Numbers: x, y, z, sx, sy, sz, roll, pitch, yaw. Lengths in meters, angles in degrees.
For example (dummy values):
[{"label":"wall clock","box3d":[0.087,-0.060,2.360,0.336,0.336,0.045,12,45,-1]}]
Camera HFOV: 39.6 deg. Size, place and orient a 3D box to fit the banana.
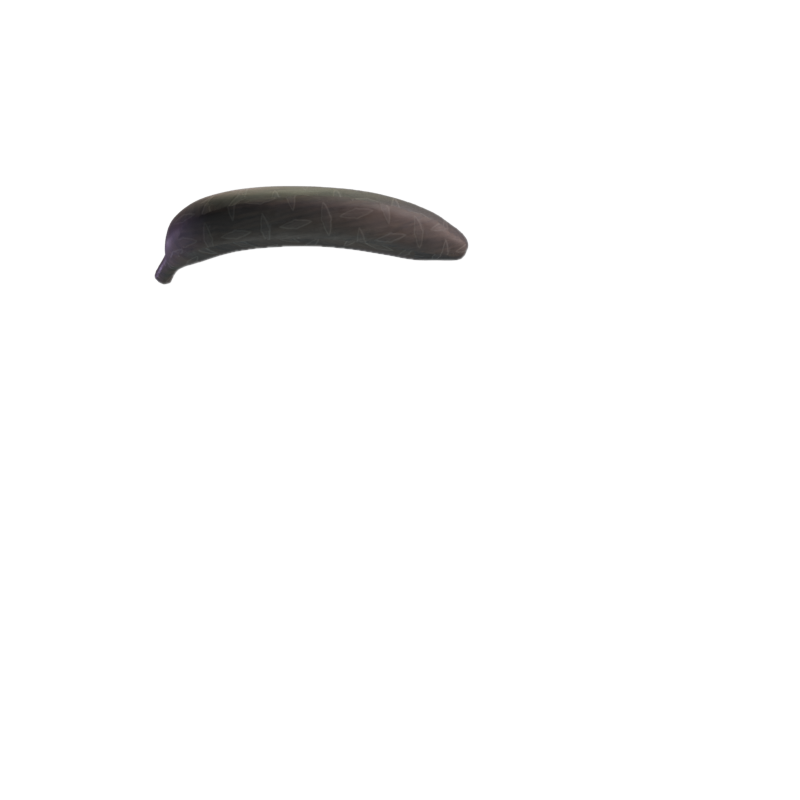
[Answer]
[{"label":"banana","box3d":[-0.059,-0.104,0.672,0.199,0.039,0.066,-2,-20,6]}]
